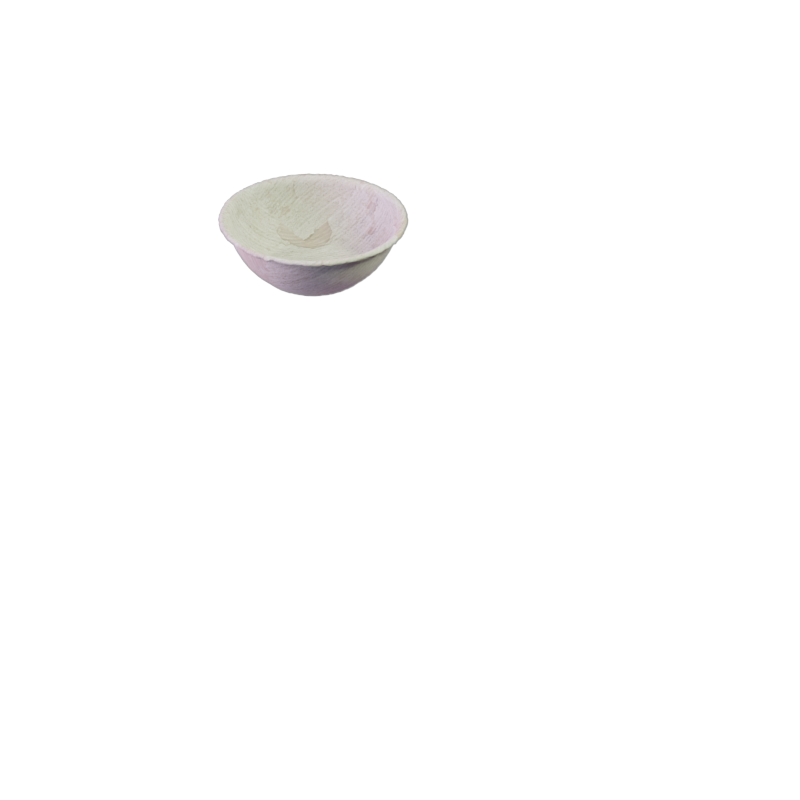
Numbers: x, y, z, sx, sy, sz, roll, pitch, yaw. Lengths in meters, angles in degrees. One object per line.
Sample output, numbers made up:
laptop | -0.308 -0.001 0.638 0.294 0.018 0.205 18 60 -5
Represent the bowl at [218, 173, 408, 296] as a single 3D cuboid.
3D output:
bowl | -0.075 -0.137 0.957 0.162 0.052 0.173 -1 36 -2
